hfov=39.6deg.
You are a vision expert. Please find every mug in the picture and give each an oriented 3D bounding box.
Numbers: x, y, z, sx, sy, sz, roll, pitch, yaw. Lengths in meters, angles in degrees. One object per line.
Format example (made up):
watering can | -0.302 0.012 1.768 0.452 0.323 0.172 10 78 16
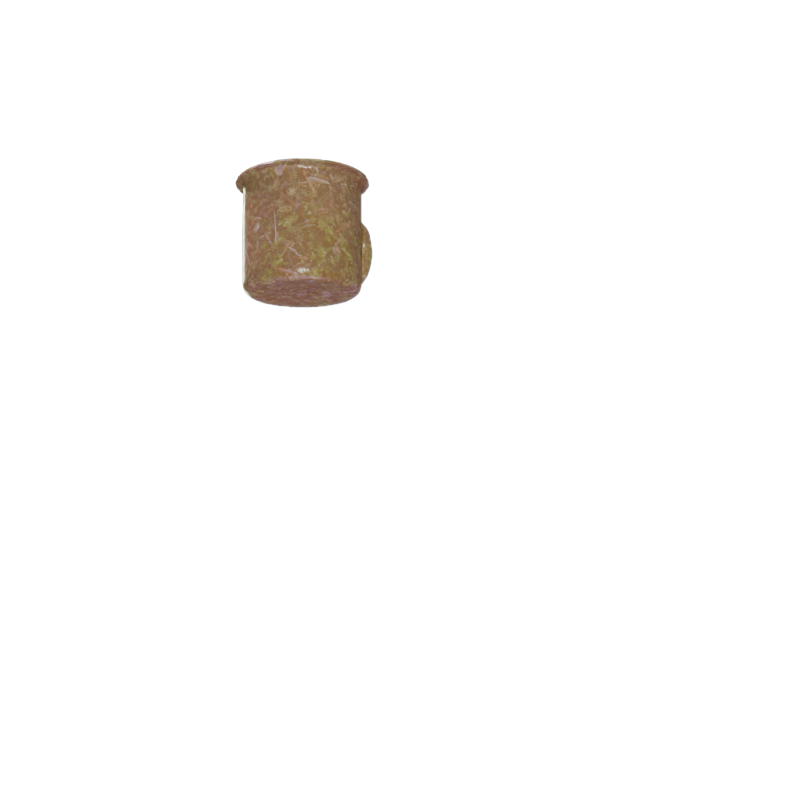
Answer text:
mug | -0.060 -0.110 0.773 0.095 0.085 0.110 -10 -16 36
